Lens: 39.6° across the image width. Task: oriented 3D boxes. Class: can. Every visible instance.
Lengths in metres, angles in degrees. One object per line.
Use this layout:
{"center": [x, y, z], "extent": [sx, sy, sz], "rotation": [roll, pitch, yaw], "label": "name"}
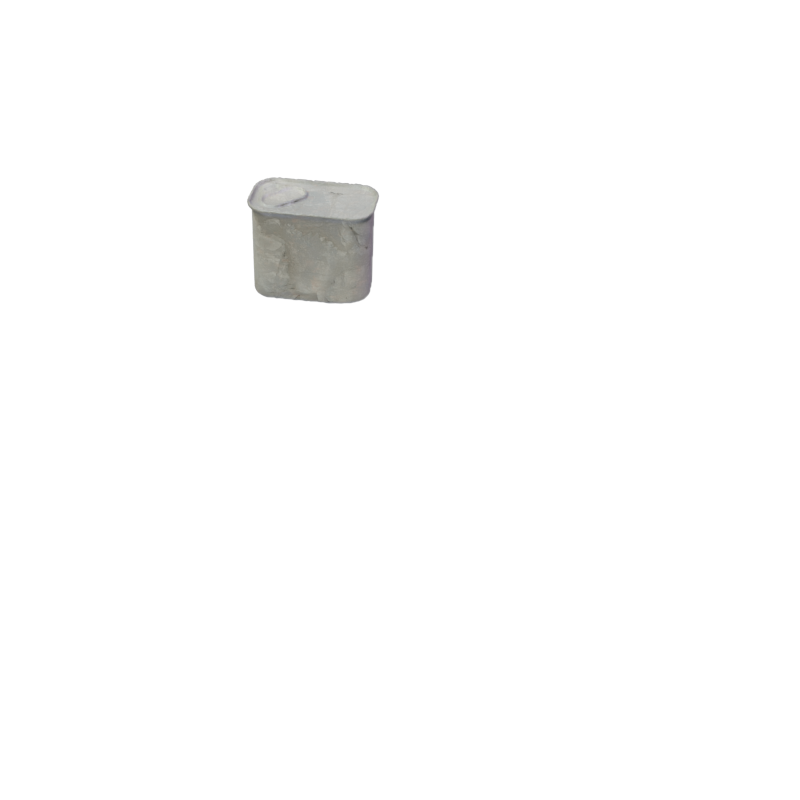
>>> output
{"center": [-0.070, -0.128, 0.898], "extent": [0.103, 0.078, 0.060], "rotation": [6, 35, 7], "label": "can"}
